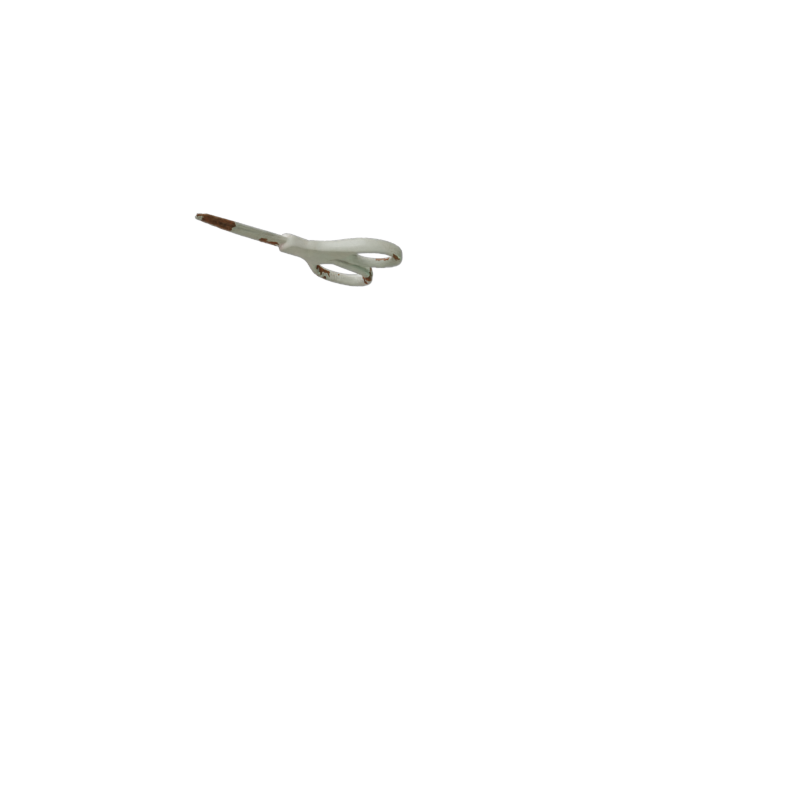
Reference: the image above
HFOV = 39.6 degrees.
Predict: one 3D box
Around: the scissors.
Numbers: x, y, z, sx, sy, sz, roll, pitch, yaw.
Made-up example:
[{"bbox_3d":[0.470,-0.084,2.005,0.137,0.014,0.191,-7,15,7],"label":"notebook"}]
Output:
[{"bbox_3d":[-0.075,-0.137,0.960,0.098,0.016,0.189,-11,-20,33],"label":"scissors"}]
